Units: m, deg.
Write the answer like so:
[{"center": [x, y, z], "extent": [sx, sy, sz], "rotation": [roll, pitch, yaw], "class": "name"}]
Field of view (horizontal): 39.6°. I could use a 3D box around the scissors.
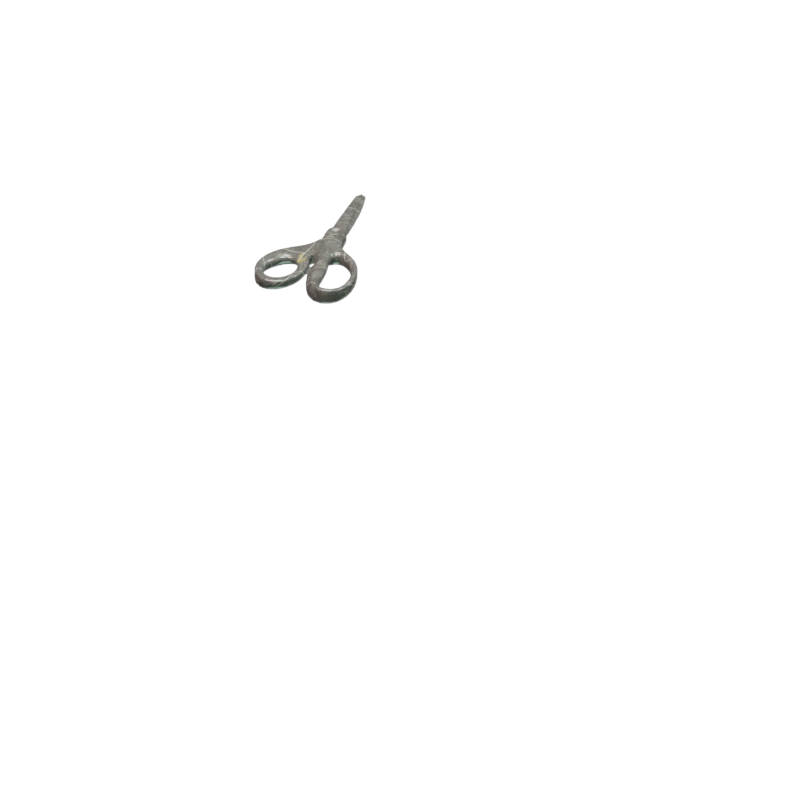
[{"center": [-0.077, -0.141, 0.989], "extent": [0.096, 0.015, 0.214], "rotation": [-1, 33, -1], "class": "scissors"}]
